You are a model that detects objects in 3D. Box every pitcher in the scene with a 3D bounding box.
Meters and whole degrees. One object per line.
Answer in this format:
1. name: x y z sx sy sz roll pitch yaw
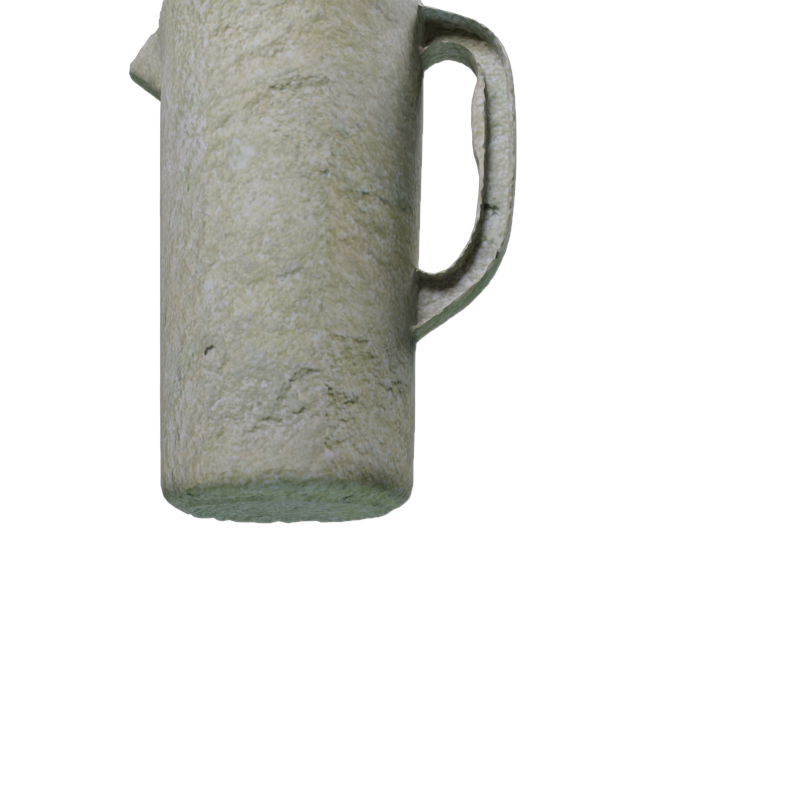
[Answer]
1. pitcher: -0.040 -0.073 0.508 0.138 0.254 0.150 12 -21 -35
